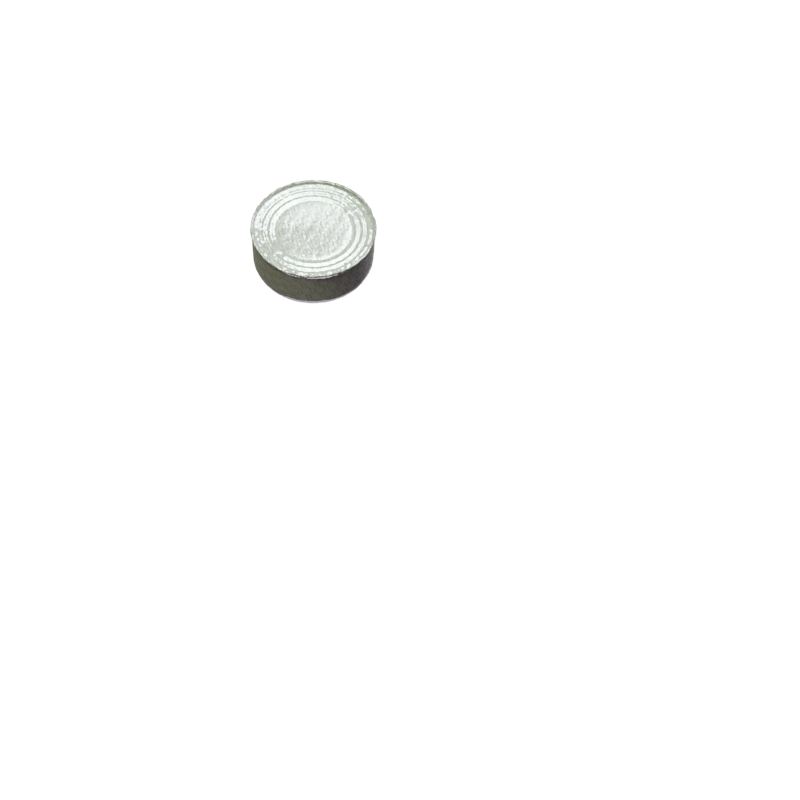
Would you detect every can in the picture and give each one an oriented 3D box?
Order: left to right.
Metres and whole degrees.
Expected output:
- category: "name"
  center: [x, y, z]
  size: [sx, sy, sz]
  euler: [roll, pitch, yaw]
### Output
- category: "can"
  center: [-0.060, -0.109, 0.766]
  size: [0.086, 0.092, 0.031]
  euler: [-1, -36, -1]
